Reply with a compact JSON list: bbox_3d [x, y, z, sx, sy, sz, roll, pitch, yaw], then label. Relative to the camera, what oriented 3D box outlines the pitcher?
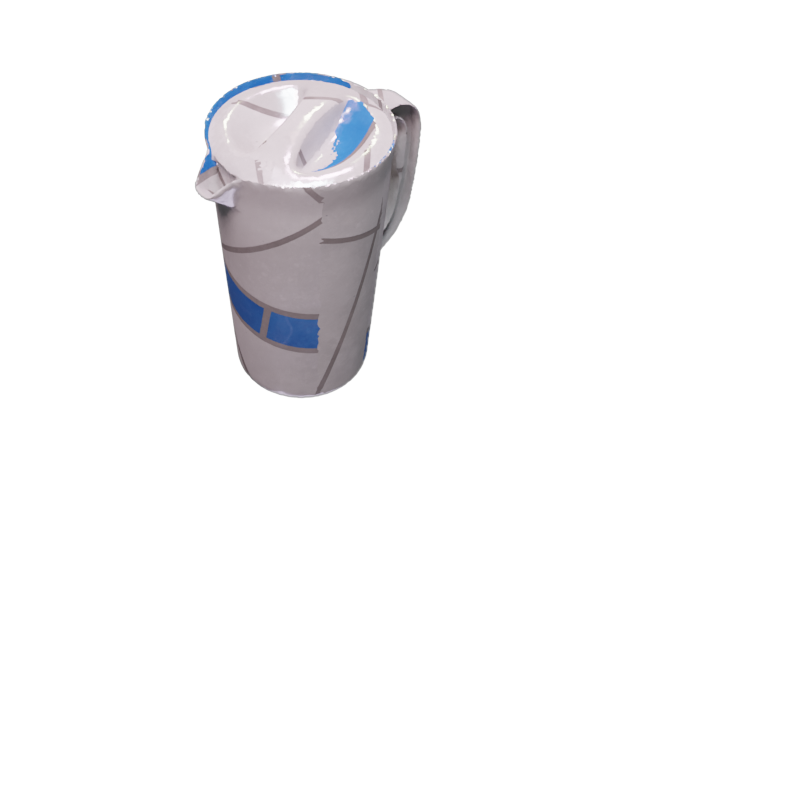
[{"bbox_3d":[-0.066,-0.121,0.845,0.150,0.155,0.226,5,-43,2],"label":"pitcher"}]
